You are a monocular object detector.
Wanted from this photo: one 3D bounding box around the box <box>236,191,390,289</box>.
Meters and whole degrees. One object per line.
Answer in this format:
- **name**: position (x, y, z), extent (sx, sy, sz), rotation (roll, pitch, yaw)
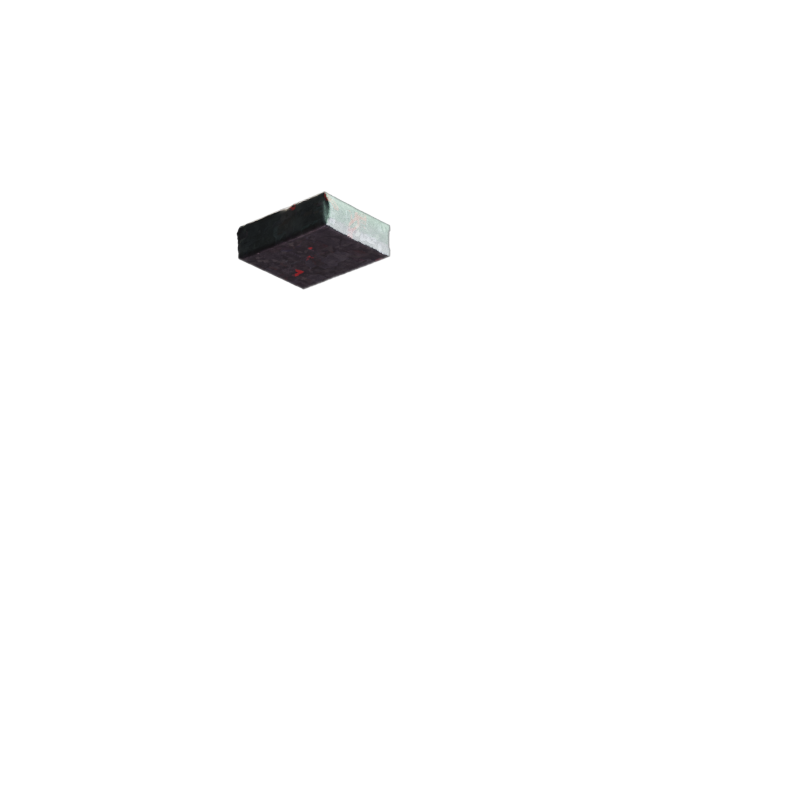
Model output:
- **box**: position (-0.064, -0.116, 0.810), extent (0.090, 0.032, 0.068), rotation (-16, -25, 37)
